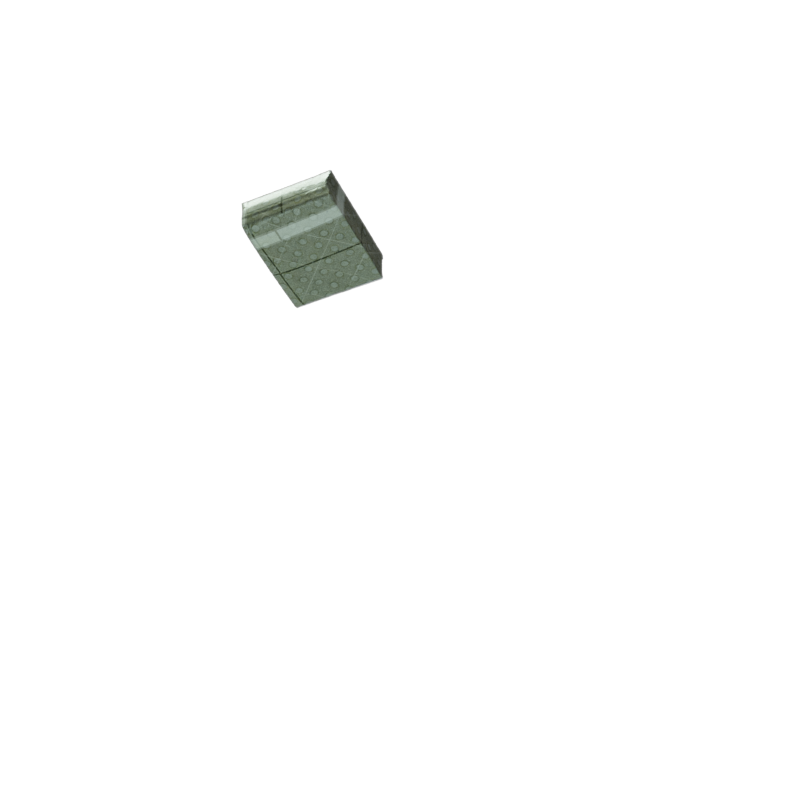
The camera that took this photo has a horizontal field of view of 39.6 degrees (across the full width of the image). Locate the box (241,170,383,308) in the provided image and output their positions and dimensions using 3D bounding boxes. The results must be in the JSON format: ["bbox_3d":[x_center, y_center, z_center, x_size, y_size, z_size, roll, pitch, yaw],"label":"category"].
[{"bbox_3d":[-0.078,-0.141,0.988,0.090,0.042,0.105,-18,-47,17],"label":"box"}]
